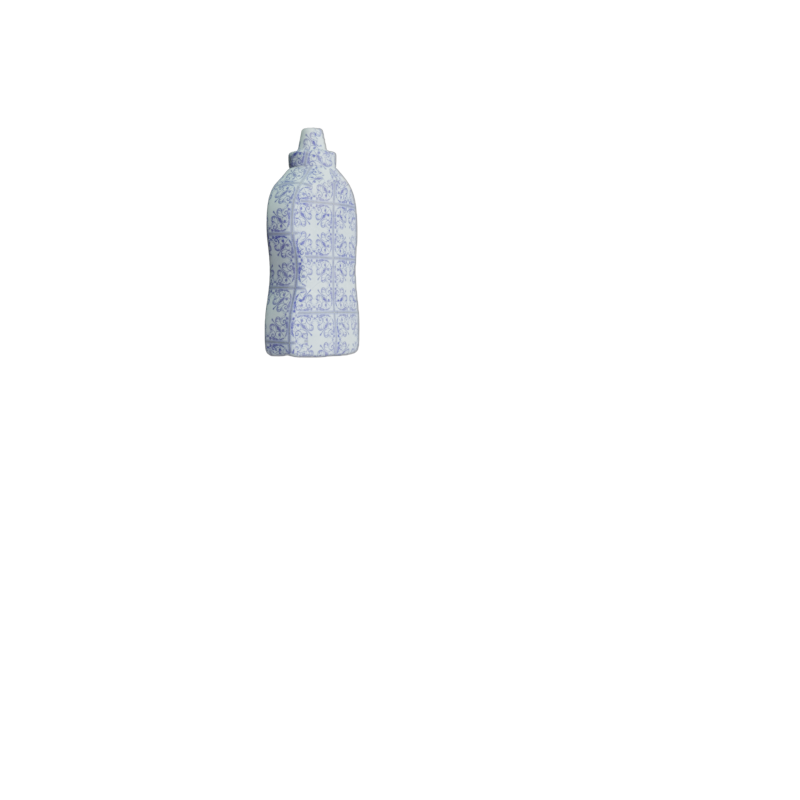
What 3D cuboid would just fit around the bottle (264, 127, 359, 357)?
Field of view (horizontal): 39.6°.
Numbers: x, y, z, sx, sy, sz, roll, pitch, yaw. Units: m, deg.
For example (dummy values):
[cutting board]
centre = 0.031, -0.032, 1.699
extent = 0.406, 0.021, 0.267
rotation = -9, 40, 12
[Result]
[bottle]
centre = -0.074, -0.134, 0.935
extent = 0.060, 0.193, 0.092
rotation = -2, -2, 37
